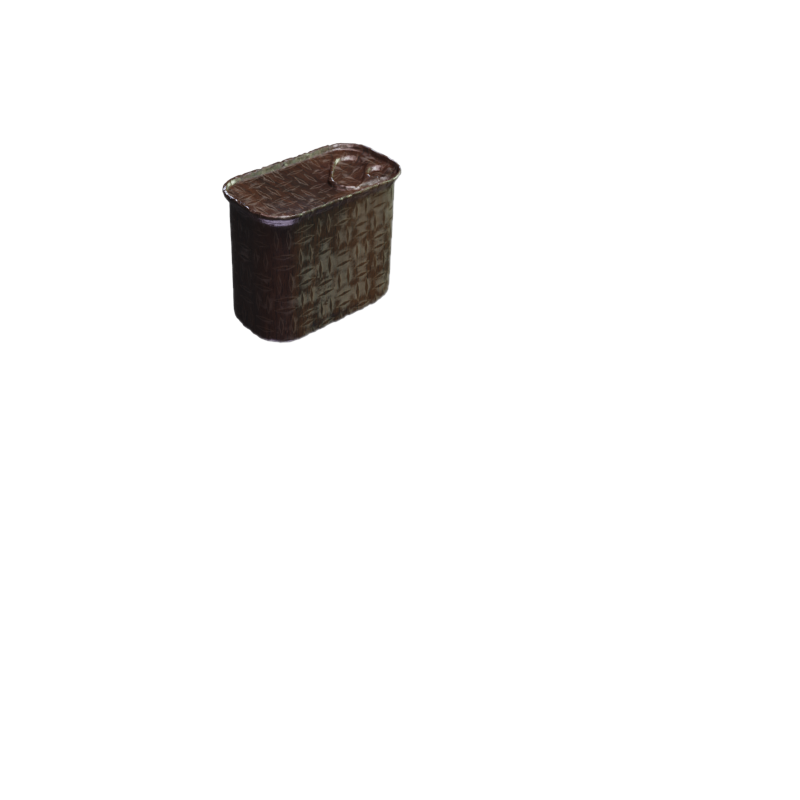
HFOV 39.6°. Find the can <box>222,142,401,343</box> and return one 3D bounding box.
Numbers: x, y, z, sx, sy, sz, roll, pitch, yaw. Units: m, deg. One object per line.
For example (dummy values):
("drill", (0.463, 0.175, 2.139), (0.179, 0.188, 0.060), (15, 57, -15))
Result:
("can", (-0.050, -0.091, 0.638), (0.101, 0.079, 0.062), (-26, 42, -34))
